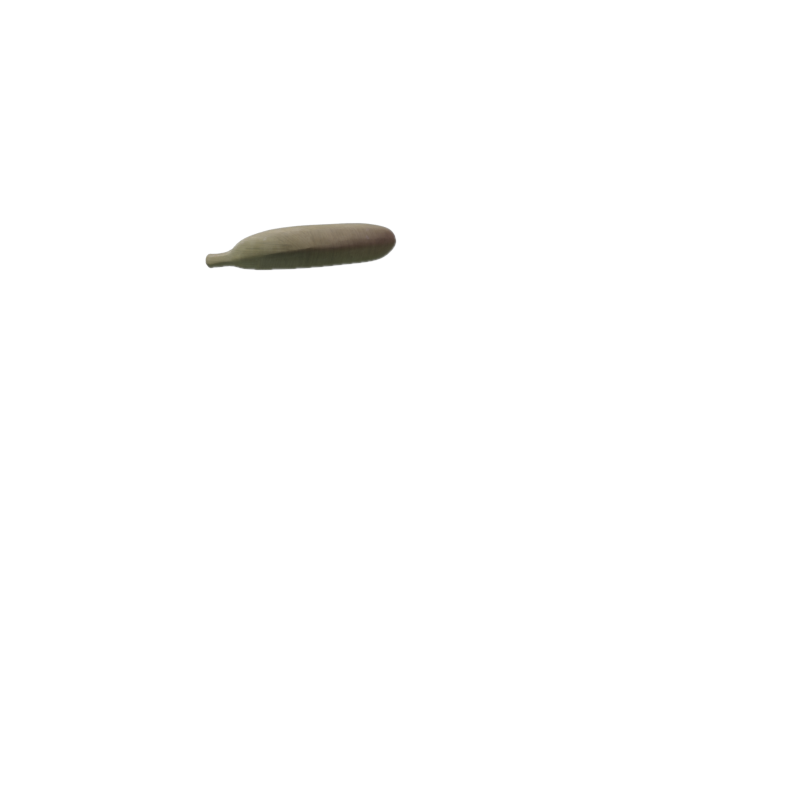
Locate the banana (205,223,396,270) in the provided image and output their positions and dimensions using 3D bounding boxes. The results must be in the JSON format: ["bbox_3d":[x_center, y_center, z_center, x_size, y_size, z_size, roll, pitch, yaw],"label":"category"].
[{"bbox_3d":[-0.069,-0.137,0.974,0.192,0.036,0.073,-9,15,-34],"label":"banana"}]
